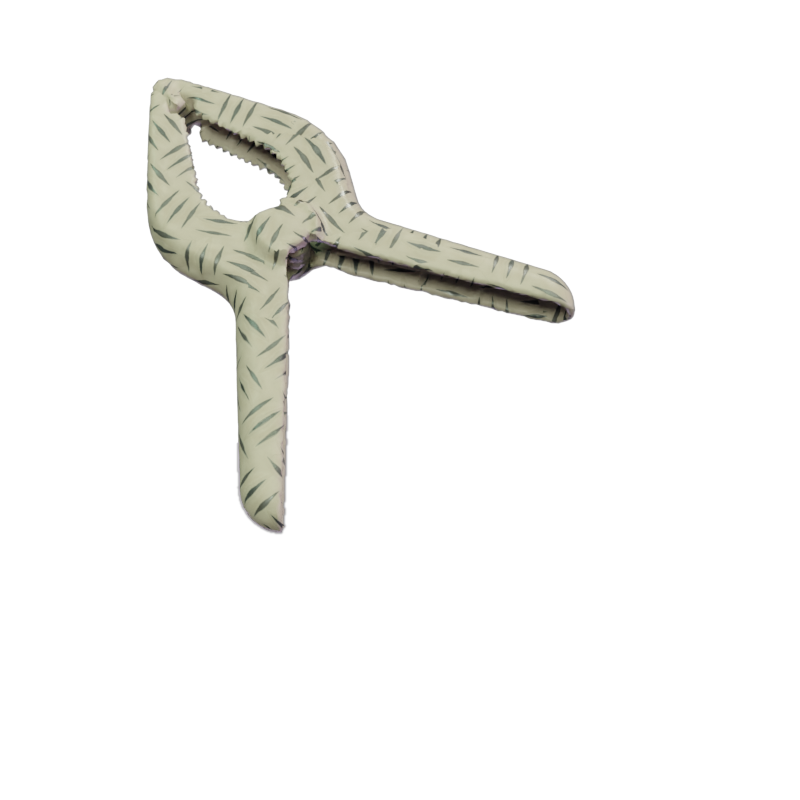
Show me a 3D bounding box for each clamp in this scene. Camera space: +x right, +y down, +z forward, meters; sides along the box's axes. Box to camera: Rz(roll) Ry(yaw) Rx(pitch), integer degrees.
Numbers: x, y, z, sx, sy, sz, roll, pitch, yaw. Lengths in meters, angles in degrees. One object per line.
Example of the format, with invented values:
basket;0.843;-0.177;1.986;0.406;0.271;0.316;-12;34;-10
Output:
clamp;-0.038;-0.070;0.490;0.164;0.223;0.034;-27;-24;-14
